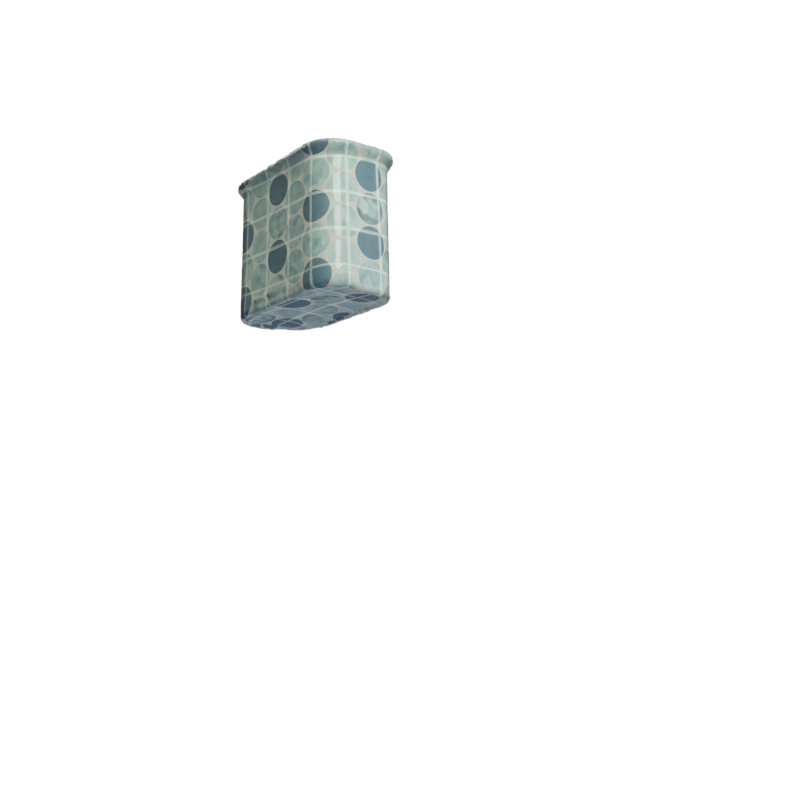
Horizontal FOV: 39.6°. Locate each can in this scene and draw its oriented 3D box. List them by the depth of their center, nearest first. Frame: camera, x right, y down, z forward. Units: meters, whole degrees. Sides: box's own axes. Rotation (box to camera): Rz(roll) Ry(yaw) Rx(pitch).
[{"bbox_3d":[-0.050,-0.090,0.631,0.055,0.087,0.103,12,-19,-36],"label":"can"}]
